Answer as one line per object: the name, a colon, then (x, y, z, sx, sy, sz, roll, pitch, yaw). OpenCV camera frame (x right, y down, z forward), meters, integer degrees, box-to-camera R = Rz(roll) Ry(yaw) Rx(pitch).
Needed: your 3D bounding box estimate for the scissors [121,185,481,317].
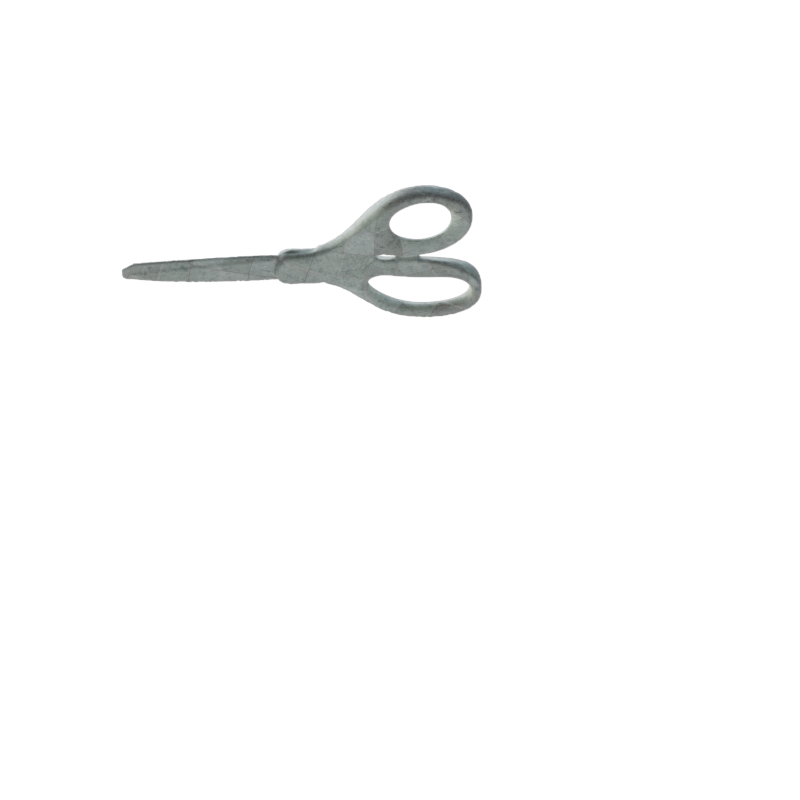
scissors: (-0.048, -0.087, 0.611, 0.199, 0.091, 0.017, 9, 41, -8)
